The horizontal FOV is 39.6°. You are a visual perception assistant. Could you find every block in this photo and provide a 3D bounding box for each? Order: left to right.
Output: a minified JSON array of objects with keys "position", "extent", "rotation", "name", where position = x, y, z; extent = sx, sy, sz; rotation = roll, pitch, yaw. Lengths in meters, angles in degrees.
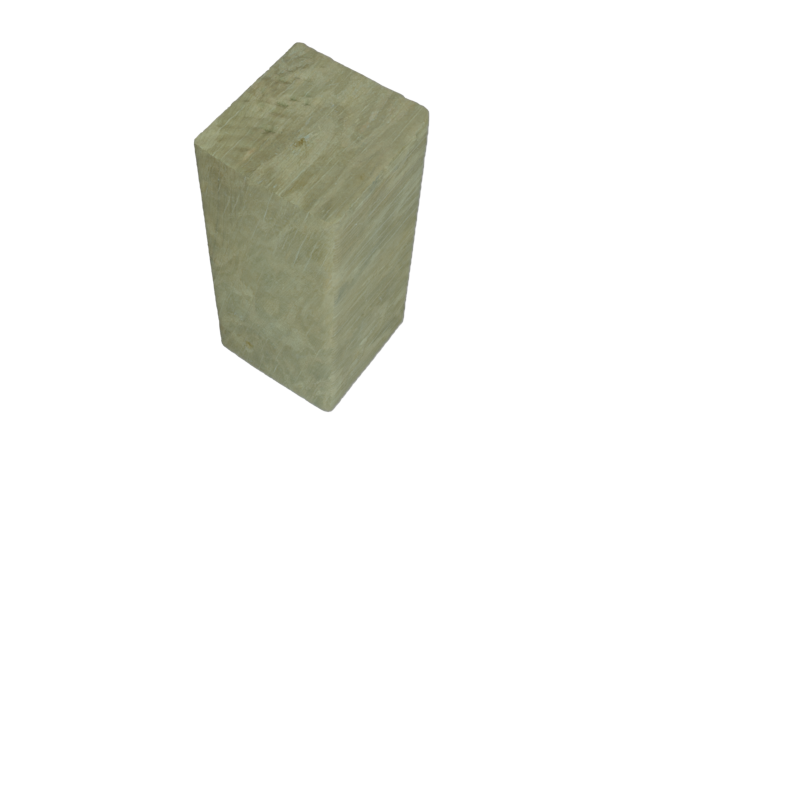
[{"position":[-0.050,-0.091,0.643],"extent":[0.094,0.093,0.194],"rotation":[33,-26,14],"name":"block"}]
